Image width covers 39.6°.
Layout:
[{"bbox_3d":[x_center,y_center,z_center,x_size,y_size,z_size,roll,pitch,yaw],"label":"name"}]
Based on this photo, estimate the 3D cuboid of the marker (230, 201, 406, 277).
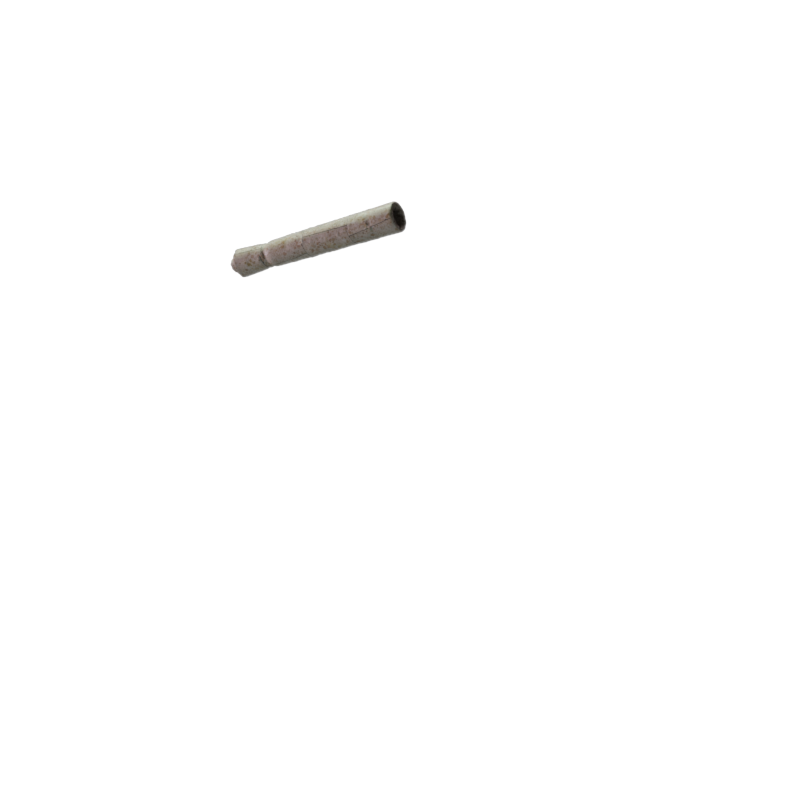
[{"bbox_3d":[-0.053,-0.097,0.681,0.123,0.020,0.019,-12,-2,29],"label":"marker"}]
